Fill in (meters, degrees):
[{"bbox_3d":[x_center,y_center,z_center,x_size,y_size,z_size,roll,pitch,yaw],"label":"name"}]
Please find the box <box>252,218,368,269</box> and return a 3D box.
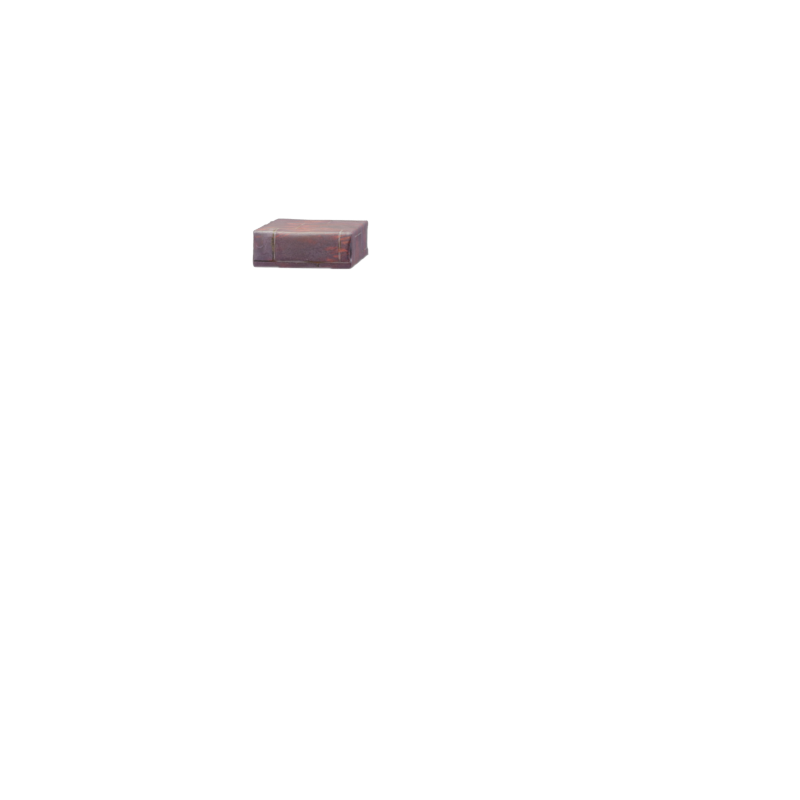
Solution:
[{"bbox_3d":[-0.065,-0.119,0.833,0.074,0.029,0.090,2,15,8],"label":"box"}]
